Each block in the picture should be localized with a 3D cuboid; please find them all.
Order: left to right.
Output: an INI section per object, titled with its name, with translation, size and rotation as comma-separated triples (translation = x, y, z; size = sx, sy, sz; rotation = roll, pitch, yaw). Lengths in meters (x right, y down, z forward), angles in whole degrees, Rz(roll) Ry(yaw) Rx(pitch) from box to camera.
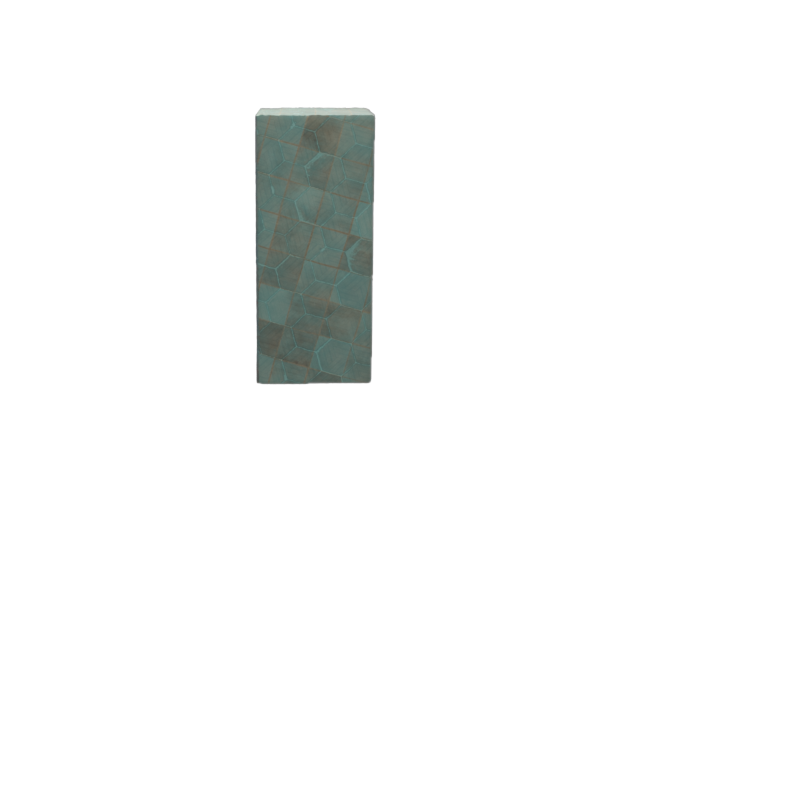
[block]
translation = -0.068, -0.125, 0.873
size = 0.090, 0.201, 0.093
rotation = 0, 11, -4
